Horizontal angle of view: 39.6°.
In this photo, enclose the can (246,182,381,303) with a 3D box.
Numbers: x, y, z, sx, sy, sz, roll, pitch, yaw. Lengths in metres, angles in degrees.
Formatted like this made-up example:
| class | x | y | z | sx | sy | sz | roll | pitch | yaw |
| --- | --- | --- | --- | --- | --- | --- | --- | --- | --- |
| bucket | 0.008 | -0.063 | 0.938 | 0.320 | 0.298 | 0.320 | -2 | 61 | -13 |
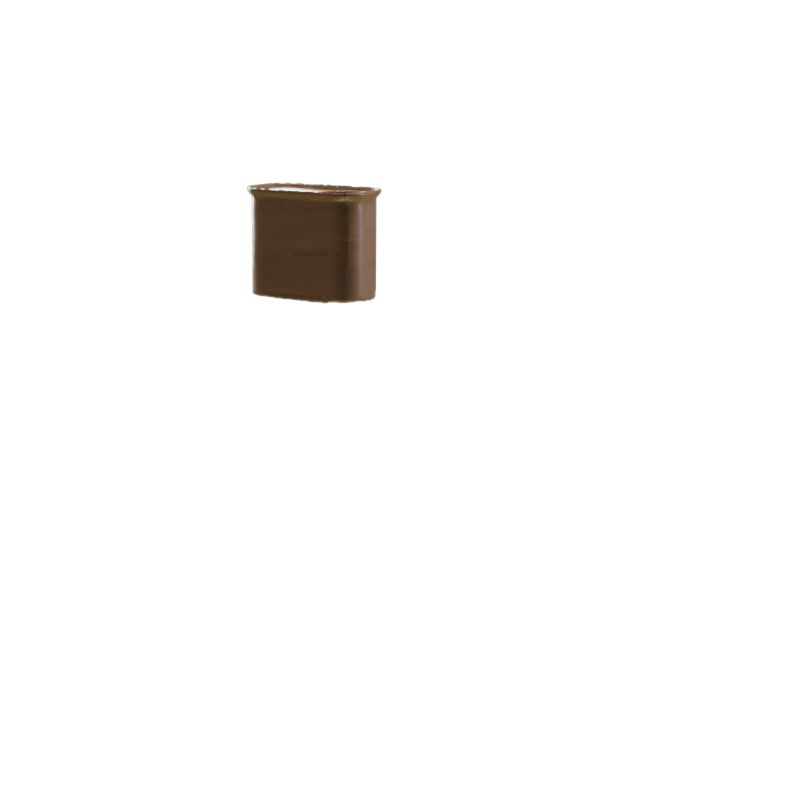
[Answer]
| class | x | y | z | sx | sy | sz | roll | pitch | yaw |
| --- | --- | --- | --- | --- | --- | --- | --- | --- | --- |
| can | -0.066 | -0.121 | 0.846 | 0.106 | 0.082 | 0.056 | 8 | 12 | 30 |
